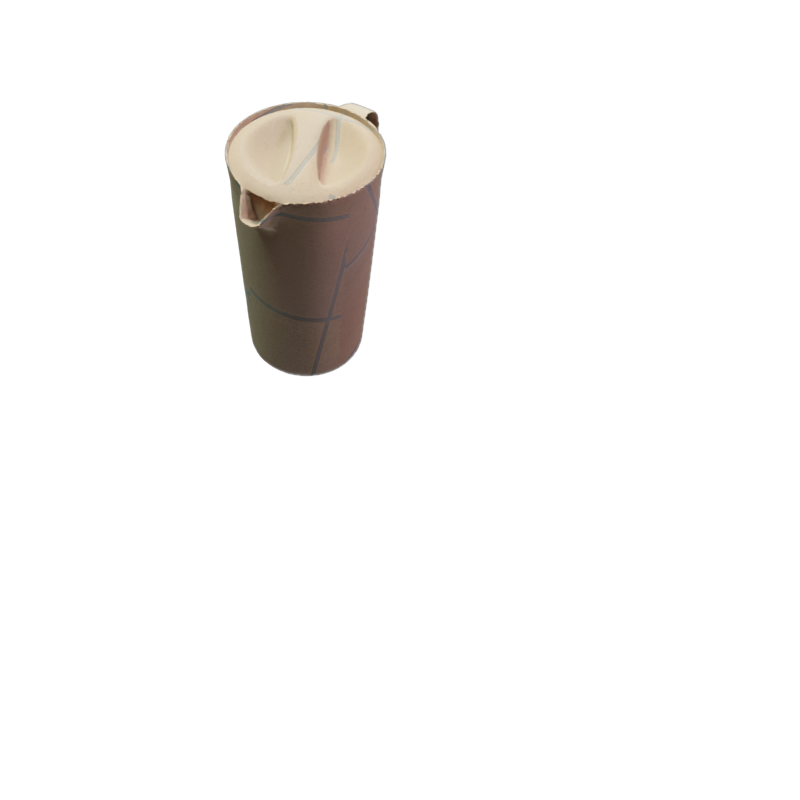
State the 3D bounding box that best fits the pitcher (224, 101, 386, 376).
[{"bbox_3d":[-0.078,-0.142,0.998,0.148,0.157,0.226,-10,-40,-12],"label":"pitcher"}]
